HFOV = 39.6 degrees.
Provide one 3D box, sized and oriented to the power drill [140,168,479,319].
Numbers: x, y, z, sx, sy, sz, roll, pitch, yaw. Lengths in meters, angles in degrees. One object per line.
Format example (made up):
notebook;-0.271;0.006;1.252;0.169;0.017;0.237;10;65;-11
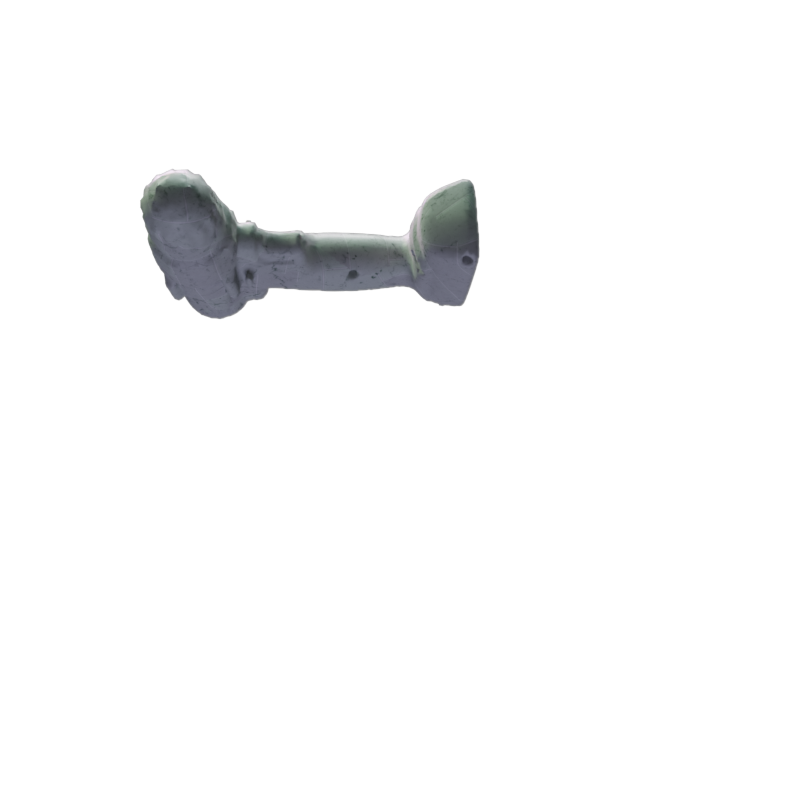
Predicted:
power drill;-0.051;-0.093;0.652;0.188;0.059;0.178;0;-10;1
